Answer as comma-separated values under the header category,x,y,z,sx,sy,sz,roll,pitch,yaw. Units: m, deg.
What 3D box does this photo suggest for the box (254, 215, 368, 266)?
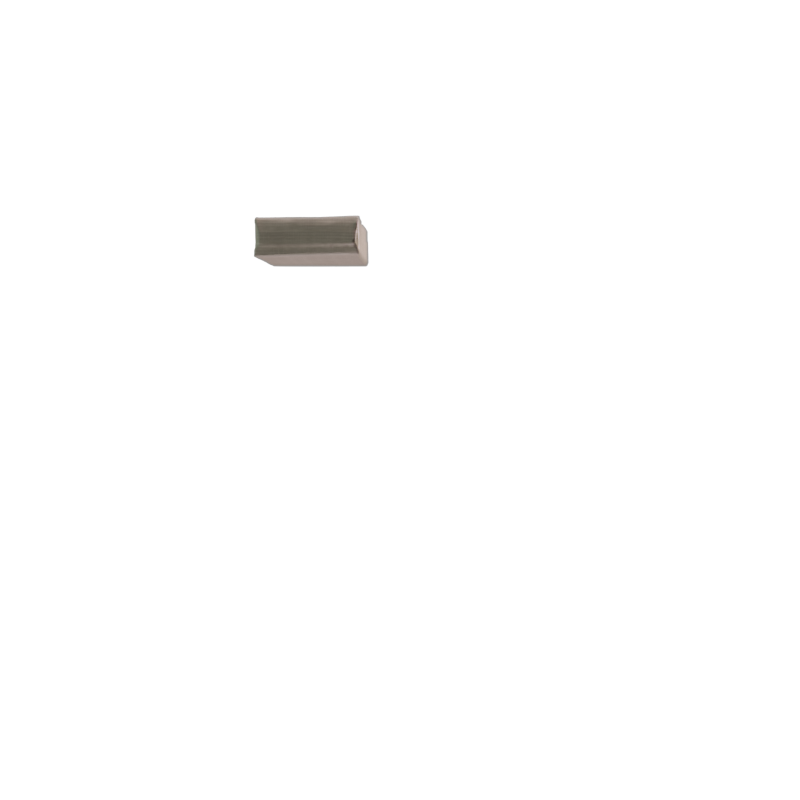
category,x,y,z,sx,sy,sz,roll,pitch,yaw
box,-0.062,-0.114,0.795,0.074,0.030,0.088,0,0,4
